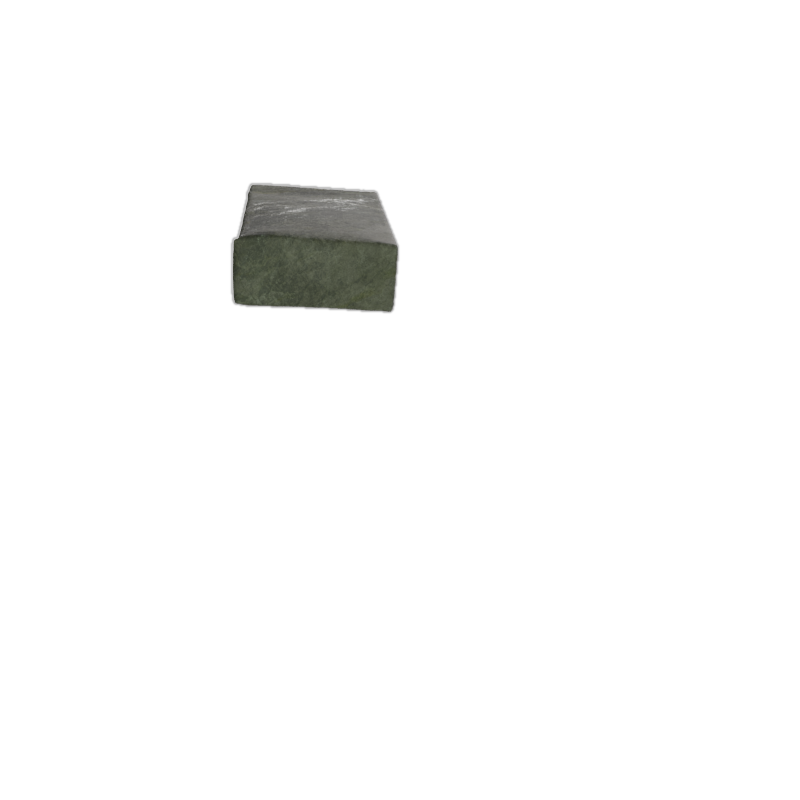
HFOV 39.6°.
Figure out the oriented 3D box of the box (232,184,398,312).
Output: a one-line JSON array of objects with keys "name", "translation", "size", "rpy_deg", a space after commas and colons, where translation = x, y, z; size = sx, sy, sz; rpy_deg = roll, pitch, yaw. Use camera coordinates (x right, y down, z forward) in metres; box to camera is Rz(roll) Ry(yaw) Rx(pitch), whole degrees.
[{"name": "box", "translation": [-0.055, -0.100, 0.700], "size": [0.093, 0.047, 0.182], "rpy_deg": [3, 17, -4]}]
